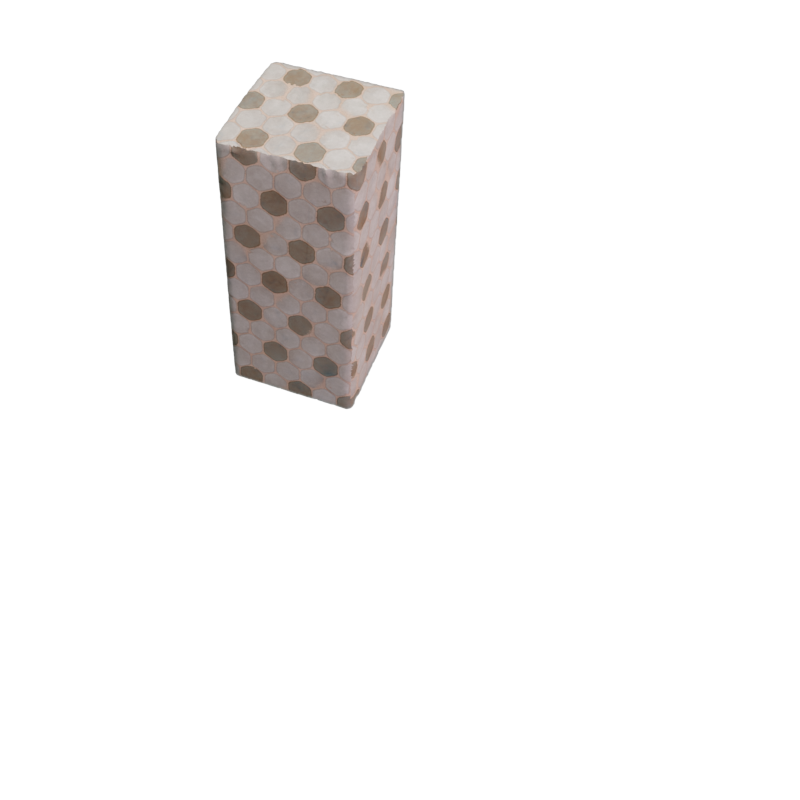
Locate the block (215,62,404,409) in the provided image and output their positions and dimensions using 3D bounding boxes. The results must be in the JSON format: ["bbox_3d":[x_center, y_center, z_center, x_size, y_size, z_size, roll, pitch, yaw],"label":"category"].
[{"bbox_3d":[-0.057,-0.102,0.720,0.093,0.192,0.094,17,48,12],"label":"block"}]
